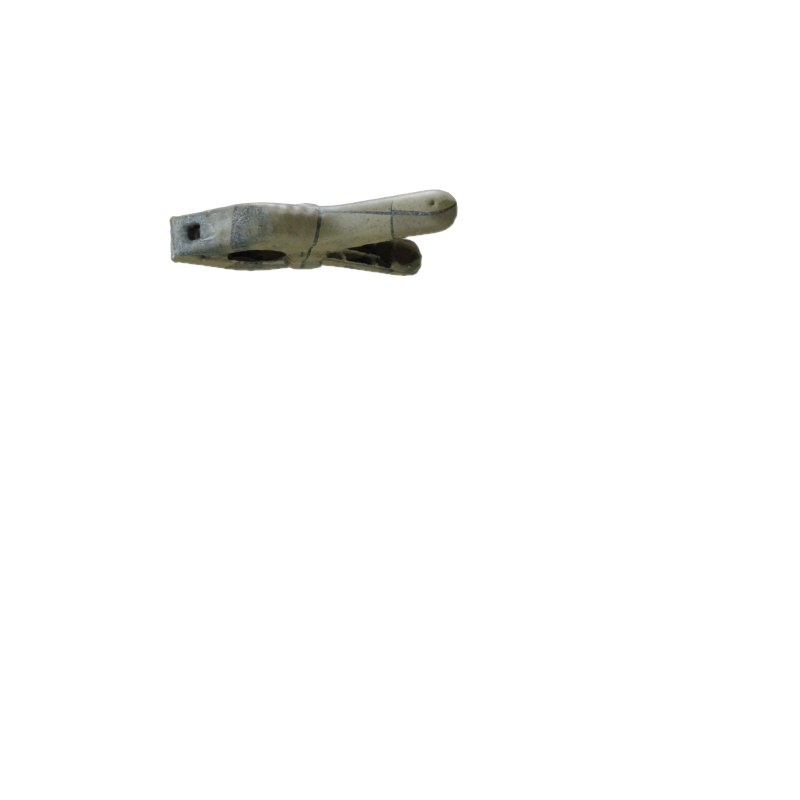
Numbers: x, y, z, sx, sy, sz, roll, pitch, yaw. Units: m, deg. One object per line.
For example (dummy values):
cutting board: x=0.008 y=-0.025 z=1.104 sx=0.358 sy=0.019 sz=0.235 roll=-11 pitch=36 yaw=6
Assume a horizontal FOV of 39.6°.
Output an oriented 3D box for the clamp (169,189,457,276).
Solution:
clamp: x=-0.054 y=-0.098 z=0.689 sx=0.172 sy=0.041 sz=0.115 roll=-1 pitch=-16 yaw=2
